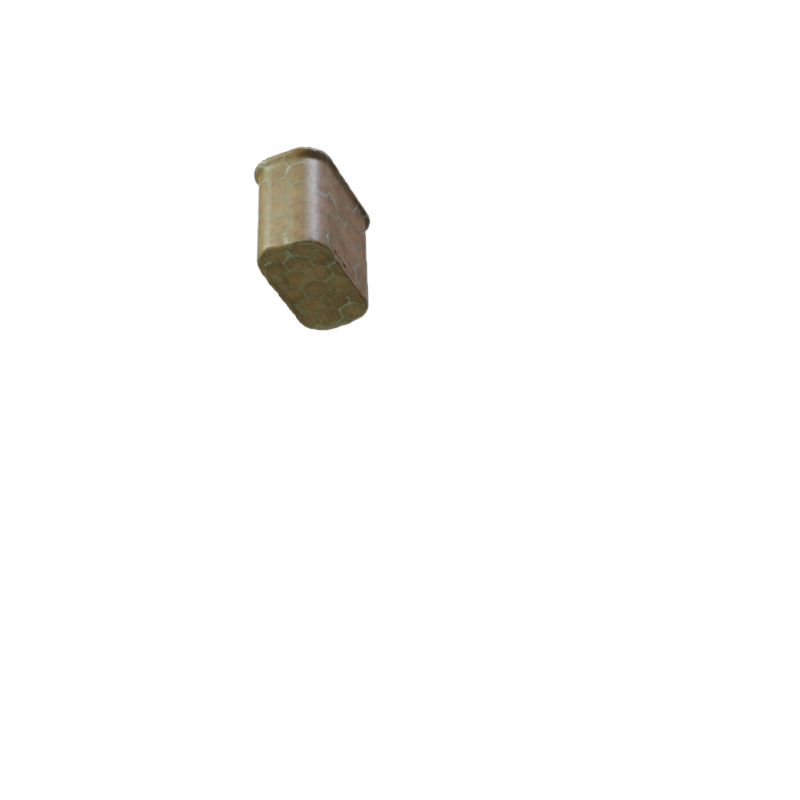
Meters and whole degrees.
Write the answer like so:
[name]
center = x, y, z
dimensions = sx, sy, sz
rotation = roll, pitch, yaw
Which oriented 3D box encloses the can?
[can]
center = -0.060, -0.110, 0.768
dimensions = 0.058, 0.090, 0.094
rotation = -16, -39, 18
